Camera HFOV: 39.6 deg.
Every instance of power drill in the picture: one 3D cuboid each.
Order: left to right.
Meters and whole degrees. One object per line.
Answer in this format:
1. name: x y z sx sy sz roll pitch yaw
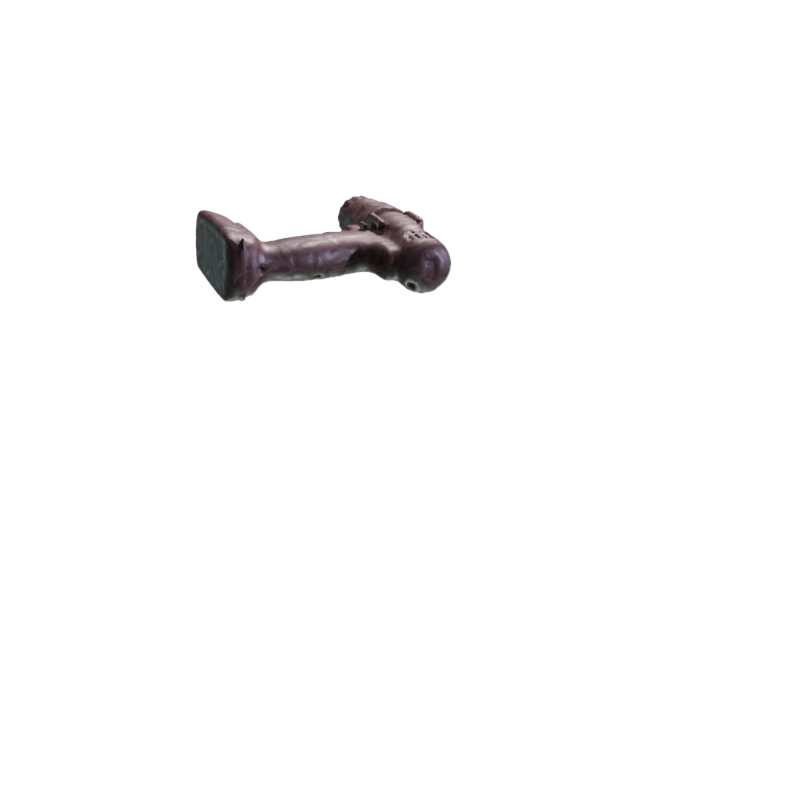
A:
1. power drill: -0.073 -0.133 0.929 0.184 0.055 0.196 -8 23 -19
